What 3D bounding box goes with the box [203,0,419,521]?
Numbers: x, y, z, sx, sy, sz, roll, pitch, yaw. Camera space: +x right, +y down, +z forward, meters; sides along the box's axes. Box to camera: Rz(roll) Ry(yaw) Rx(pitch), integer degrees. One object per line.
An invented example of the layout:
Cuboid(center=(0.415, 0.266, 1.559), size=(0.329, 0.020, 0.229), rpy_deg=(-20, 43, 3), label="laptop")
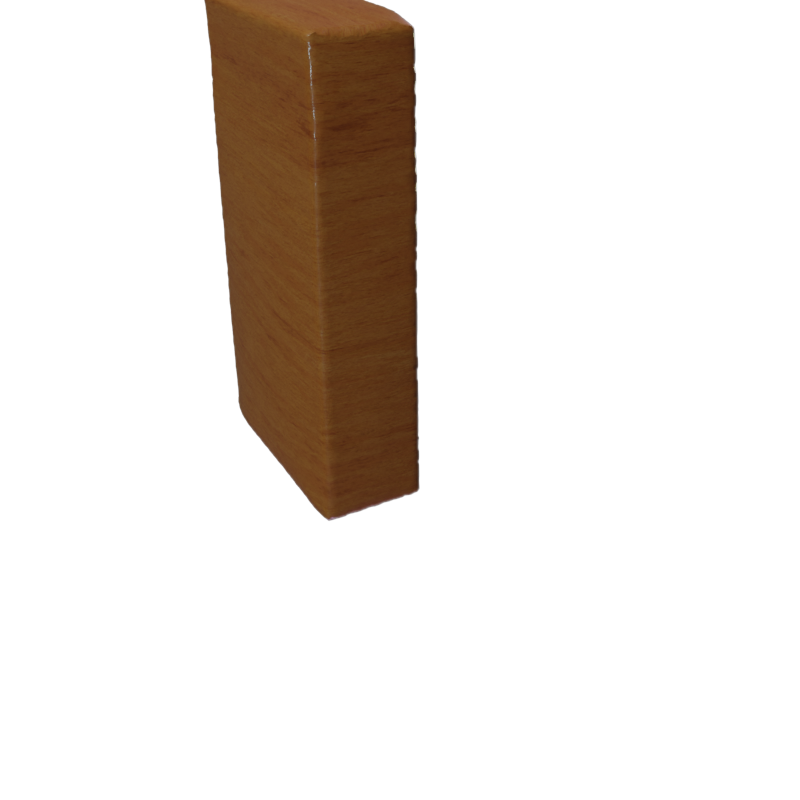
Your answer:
Cuboid(center=(-0.031, -0.058, 0.405), size=(0.047, 0.167, 0.100), rpy_deg=(-10, 28, -25), label="box")
